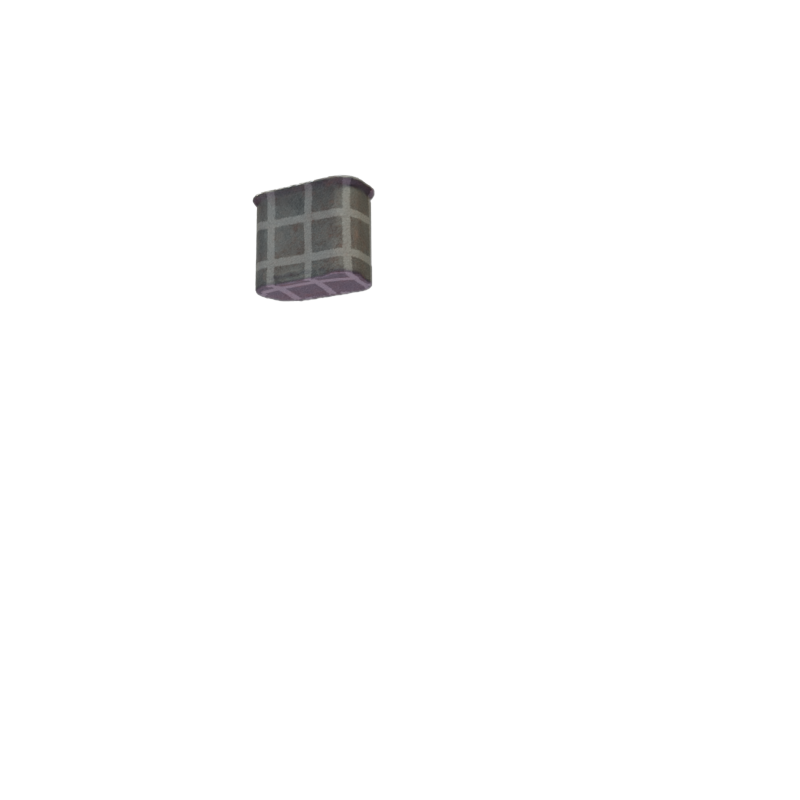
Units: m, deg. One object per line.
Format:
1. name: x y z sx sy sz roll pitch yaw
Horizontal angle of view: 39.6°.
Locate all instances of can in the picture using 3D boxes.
1. can: -0.072 -0.131 0.918 0.104 0.087 0.054 -9 -19 27
